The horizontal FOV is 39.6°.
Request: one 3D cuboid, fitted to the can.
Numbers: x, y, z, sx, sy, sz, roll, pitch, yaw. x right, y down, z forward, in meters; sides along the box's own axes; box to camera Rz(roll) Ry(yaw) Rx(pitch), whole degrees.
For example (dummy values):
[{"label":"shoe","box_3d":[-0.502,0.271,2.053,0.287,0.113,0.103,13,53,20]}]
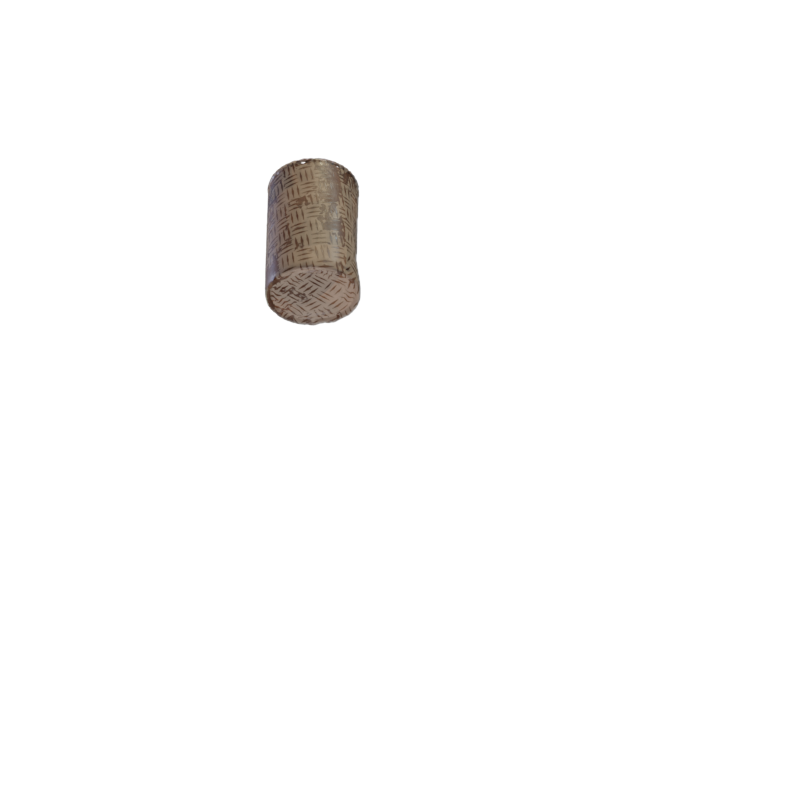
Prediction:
[{"label":"can","box_3d":[-0.062,-0.113,0.789,0.068,0.110,0.064,-1,-37,-3]}]
